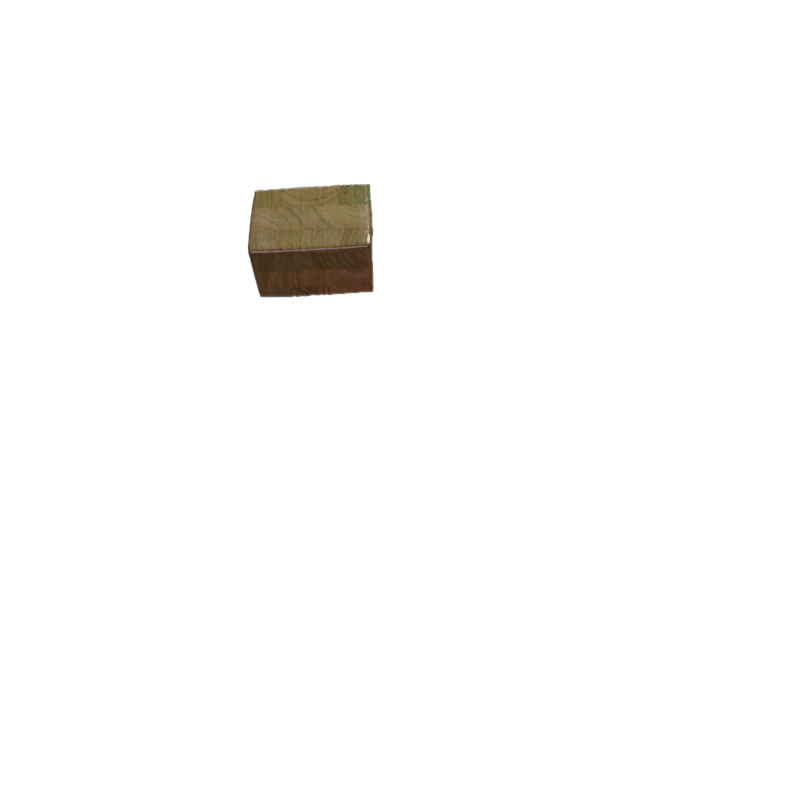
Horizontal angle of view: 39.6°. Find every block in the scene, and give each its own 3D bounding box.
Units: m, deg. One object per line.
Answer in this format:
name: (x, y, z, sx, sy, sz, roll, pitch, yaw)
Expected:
block: (-0.056, -0.103, 0.720, 0.078, 0.055, 0.049, -3, -34, 2)
